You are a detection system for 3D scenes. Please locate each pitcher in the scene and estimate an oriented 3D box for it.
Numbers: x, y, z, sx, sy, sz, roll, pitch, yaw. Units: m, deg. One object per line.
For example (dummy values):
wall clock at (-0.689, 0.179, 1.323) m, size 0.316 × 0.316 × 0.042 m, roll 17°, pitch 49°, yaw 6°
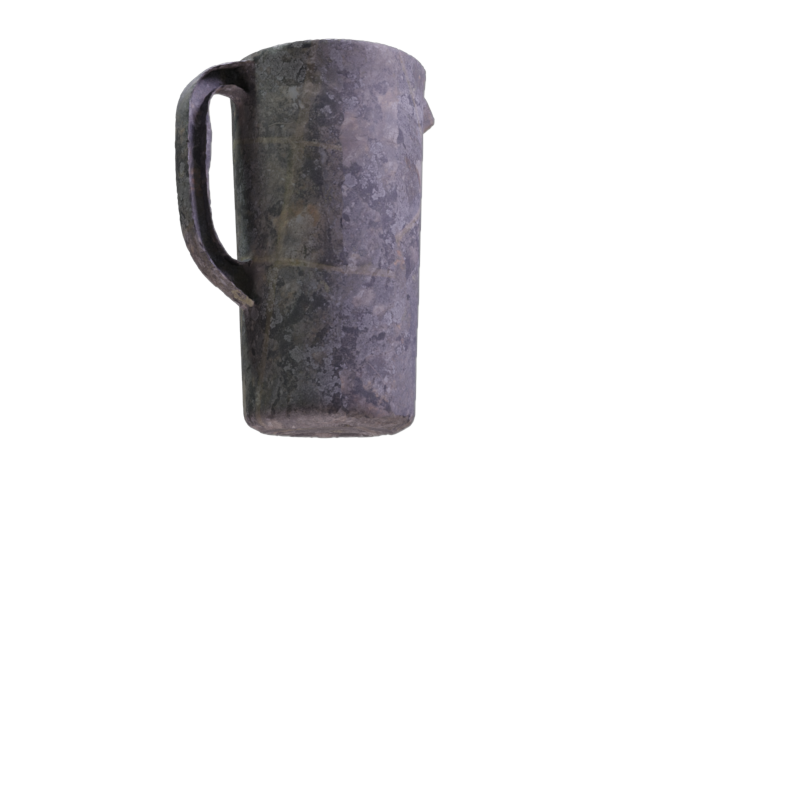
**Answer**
pitcher at (-0.056, -0.102, 0.715) m, size 0.151 × 0.251 × 0.138 m, roll -3°, pitch -12°, yaw 11°
